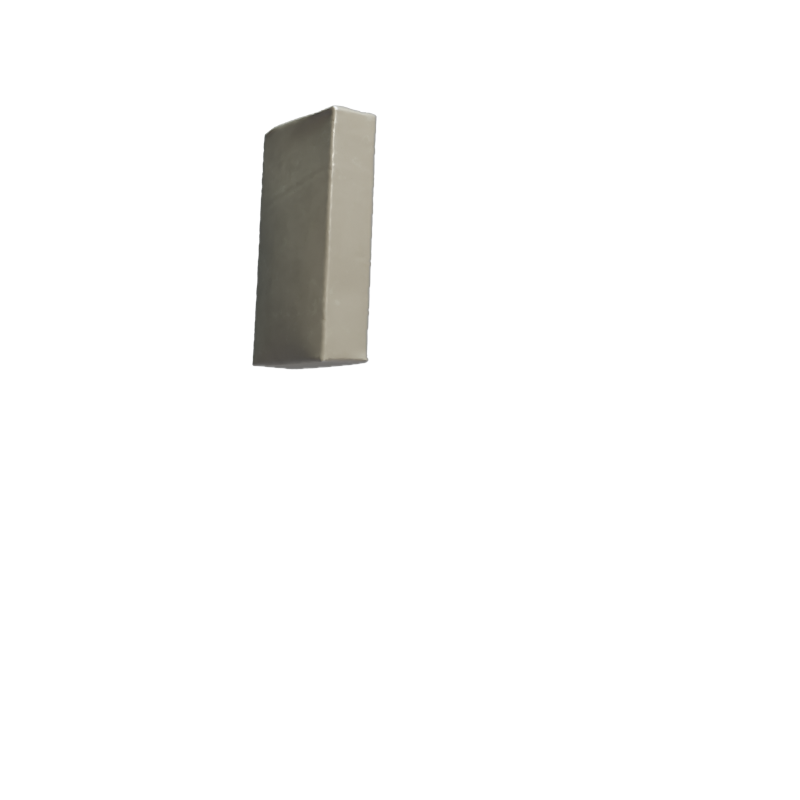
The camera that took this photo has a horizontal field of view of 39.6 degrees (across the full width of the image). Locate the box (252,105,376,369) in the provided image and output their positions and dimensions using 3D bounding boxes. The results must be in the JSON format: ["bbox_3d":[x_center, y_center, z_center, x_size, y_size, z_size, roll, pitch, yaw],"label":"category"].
[{"bbox_3d":[-0.062,-0.112,0.785,0.046,0.180,0.096,6,-10,-37],"label":"box"}]
